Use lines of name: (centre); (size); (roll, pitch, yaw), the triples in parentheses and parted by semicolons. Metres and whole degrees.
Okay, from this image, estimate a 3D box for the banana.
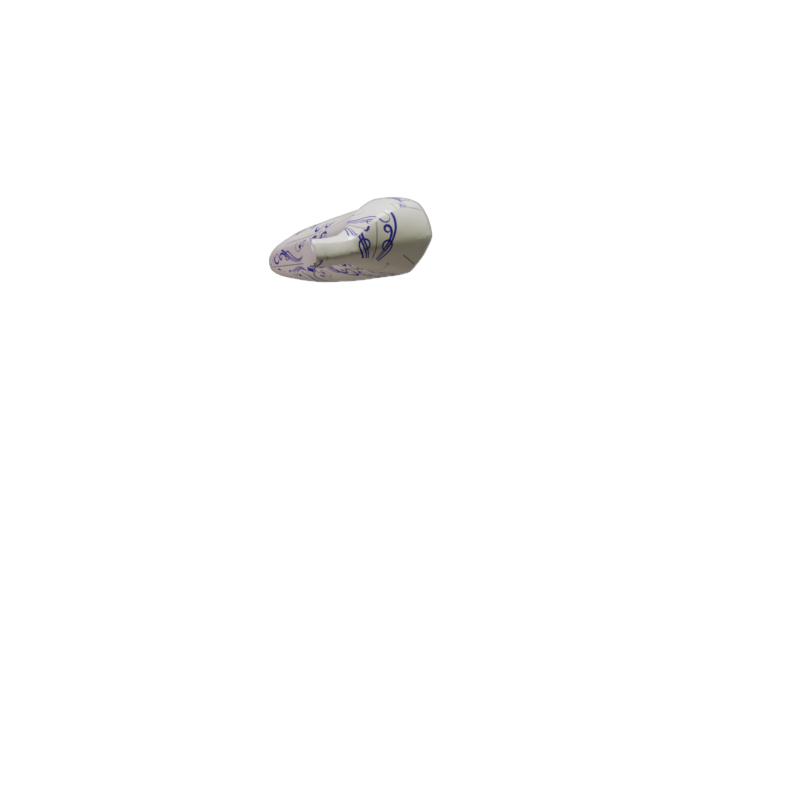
banana: (-0.025, -0.080, 0.556); (0.069, 0.037, 0.200); (0, 4, -10)
